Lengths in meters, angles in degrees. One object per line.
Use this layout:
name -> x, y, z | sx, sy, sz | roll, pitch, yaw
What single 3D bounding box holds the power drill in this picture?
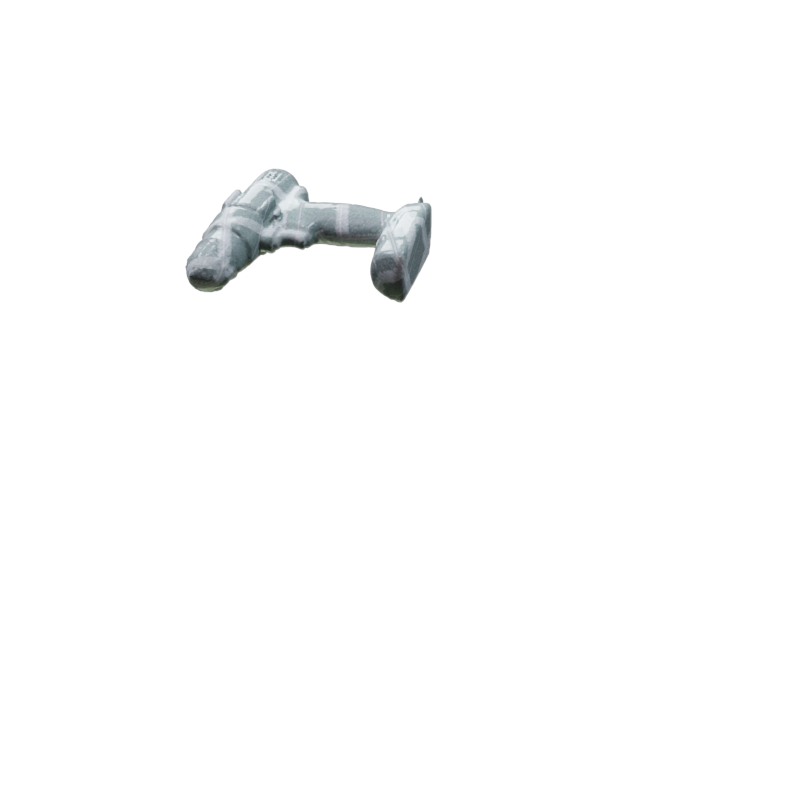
power drill -> -0.077, -0.140, 0.978 | 0.193, 0.054, 0.192 | 12, 40, 15
